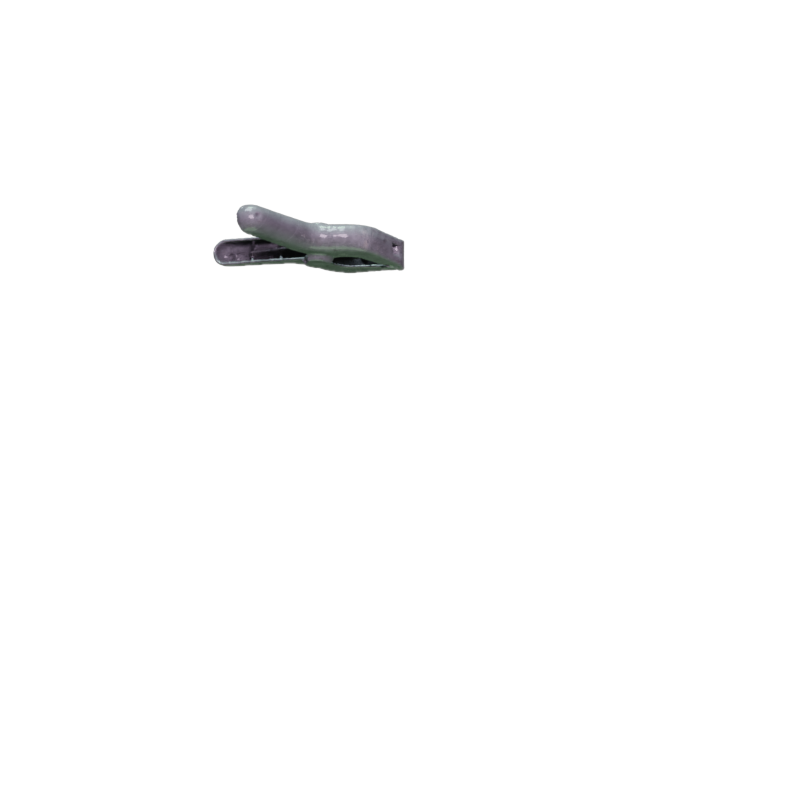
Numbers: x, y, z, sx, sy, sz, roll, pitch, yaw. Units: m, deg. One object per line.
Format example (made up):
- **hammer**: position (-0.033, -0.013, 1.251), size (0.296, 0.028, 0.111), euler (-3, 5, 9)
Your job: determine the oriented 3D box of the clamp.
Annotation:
- **clamp**: position (-0.076, -0.138, 0.969), size (0.170, 0.040, 0.119), euler (1, -5, -8)
